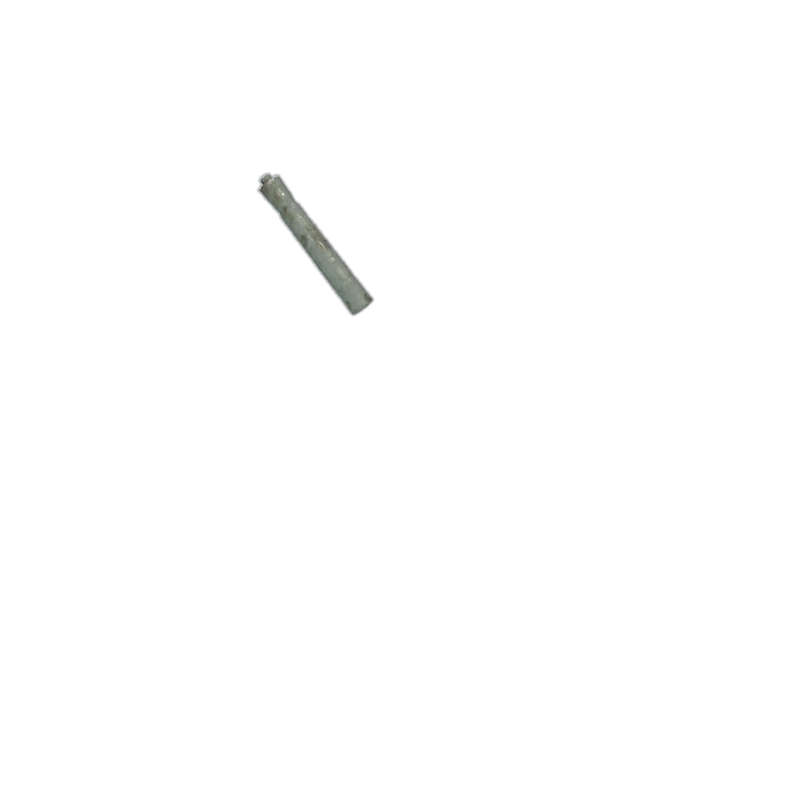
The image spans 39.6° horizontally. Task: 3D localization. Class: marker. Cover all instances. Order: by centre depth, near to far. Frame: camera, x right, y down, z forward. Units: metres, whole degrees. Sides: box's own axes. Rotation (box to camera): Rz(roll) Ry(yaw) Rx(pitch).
[{"bbox_3d":[-0.063,-0.114,0.802,0.020,0.124,0.019,-35,-10,-7],"label":"marker"}]
